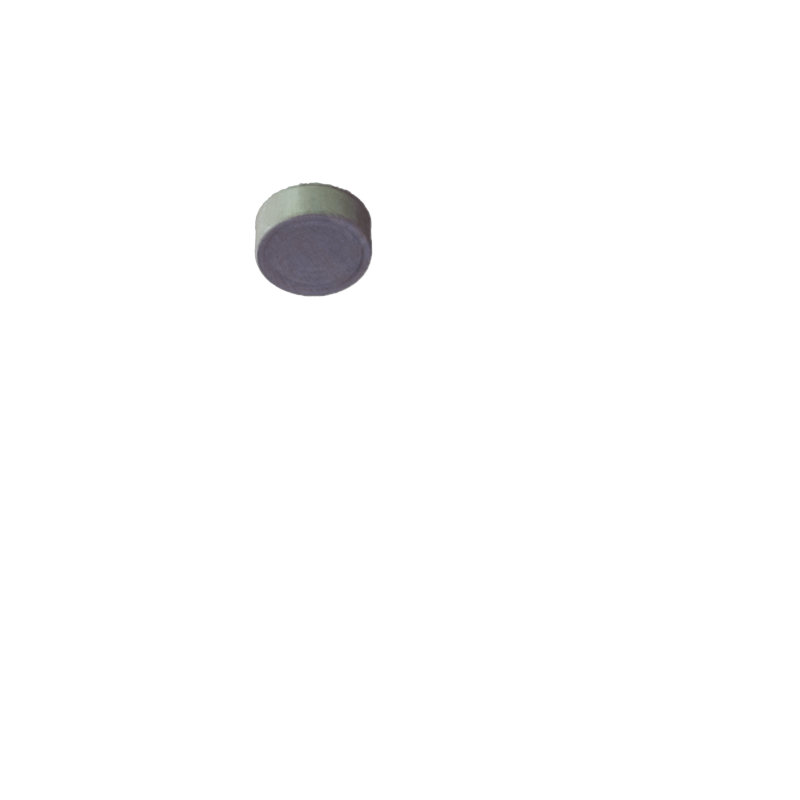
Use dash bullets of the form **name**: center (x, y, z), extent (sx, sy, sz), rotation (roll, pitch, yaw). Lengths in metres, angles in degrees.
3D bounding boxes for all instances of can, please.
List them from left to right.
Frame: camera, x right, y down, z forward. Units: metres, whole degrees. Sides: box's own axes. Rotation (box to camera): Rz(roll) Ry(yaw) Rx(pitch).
- **can**: center (-0.063, -0.115, 0.802), extent (0.086, 0.036, 0.080), rotation (1, -42, -1)
